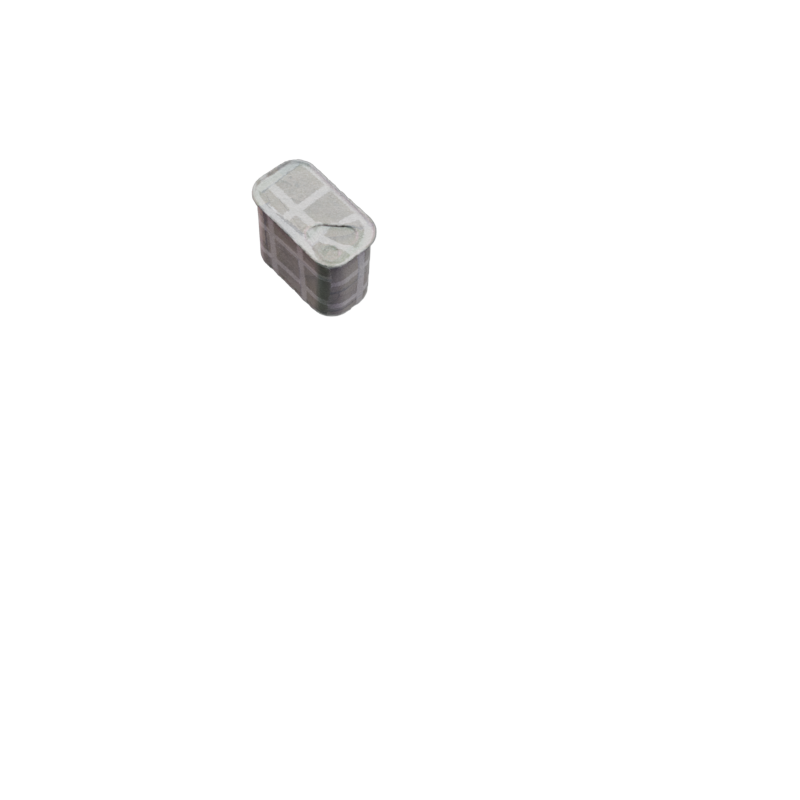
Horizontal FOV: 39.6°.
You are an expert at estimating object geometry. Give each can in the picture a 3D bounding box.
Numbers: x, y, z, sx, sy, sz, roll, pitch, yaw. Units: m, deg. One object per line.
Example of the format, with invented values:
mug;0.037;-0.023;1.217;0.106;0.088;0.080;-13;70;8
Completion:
can;-0.068;-0.124;0.867;0.058;0.108;0.079;-36;-23;-21
